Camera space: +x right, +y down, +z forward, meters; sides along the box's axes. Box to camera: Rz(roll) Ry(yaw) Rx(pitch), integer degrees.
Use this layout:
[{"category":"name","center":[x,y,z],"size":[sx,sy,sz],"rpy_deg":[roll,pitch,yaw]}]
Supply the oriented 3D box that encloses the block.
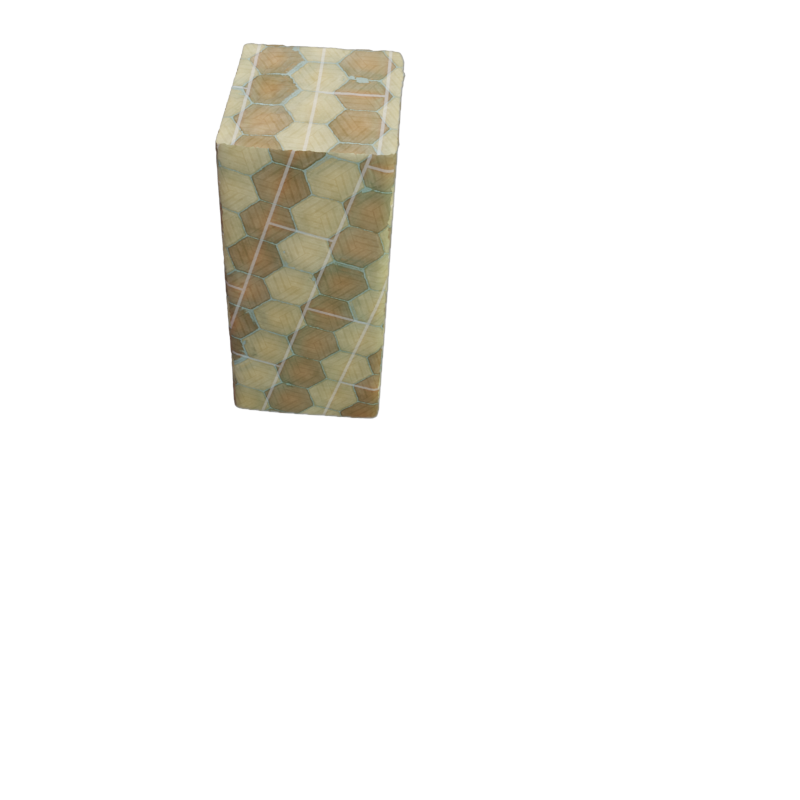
[{"category":"block","center":[-0.049,-0.090,0.634],"size":[0.090,0.097,0.192],"rpy_deg":[5,-43,1]}]
